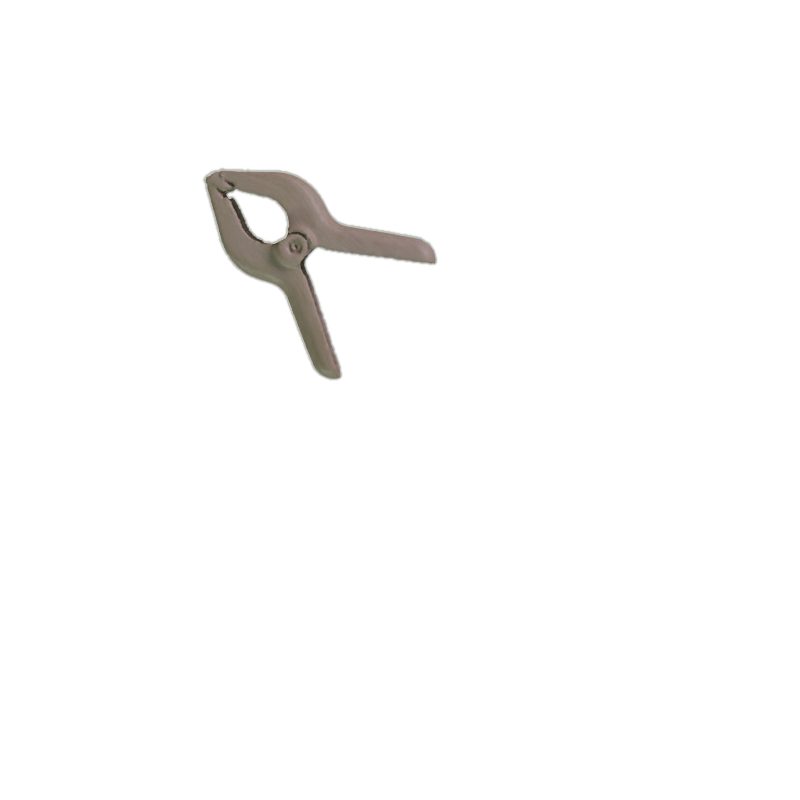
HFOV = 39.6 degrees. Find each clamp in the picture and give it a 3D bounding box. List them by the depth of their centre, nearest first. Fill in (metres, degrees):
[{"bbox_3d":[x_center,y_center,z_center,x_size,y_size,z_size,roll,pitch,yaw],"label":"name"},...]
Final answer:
[{"bbox_3d":[-0.062,-0.114,0.797,0.120,0.172,0.039,-42,-1,-1],"label":"clamp"}]
